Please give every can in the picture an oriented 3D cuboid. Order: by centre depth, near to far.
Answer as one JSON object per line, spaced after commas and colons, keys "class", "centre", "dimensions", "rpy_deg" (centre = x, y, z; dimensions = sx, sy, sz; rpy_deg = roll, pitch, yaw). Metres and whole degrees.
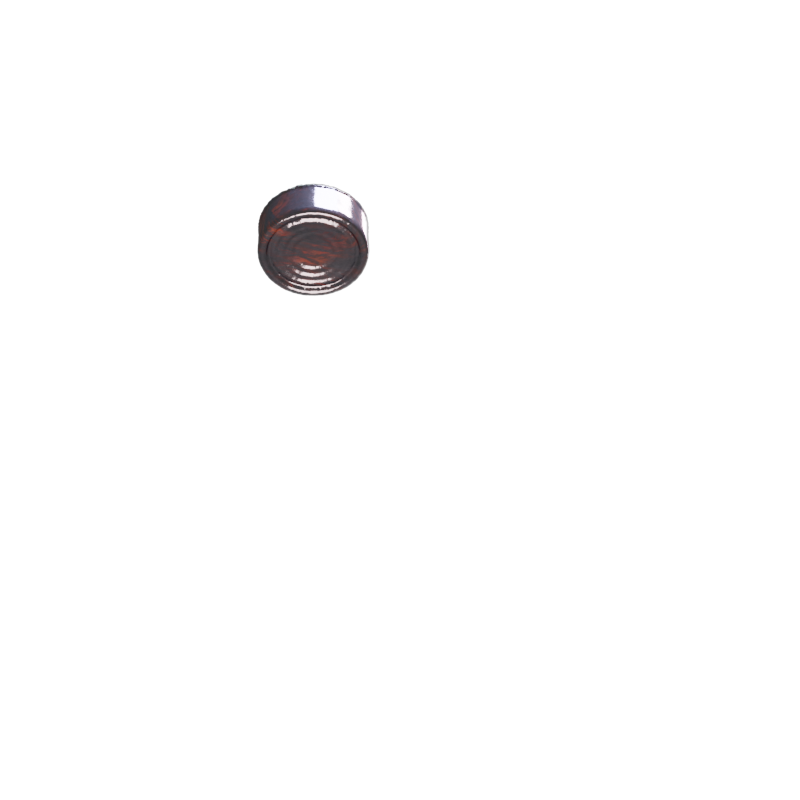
{"class": "can", "centre": [-0.066, -0.121, 0.846], "dimensions": [0.086, 0.080, 0.036], "rpy_deg": [1, 42, -1]}
